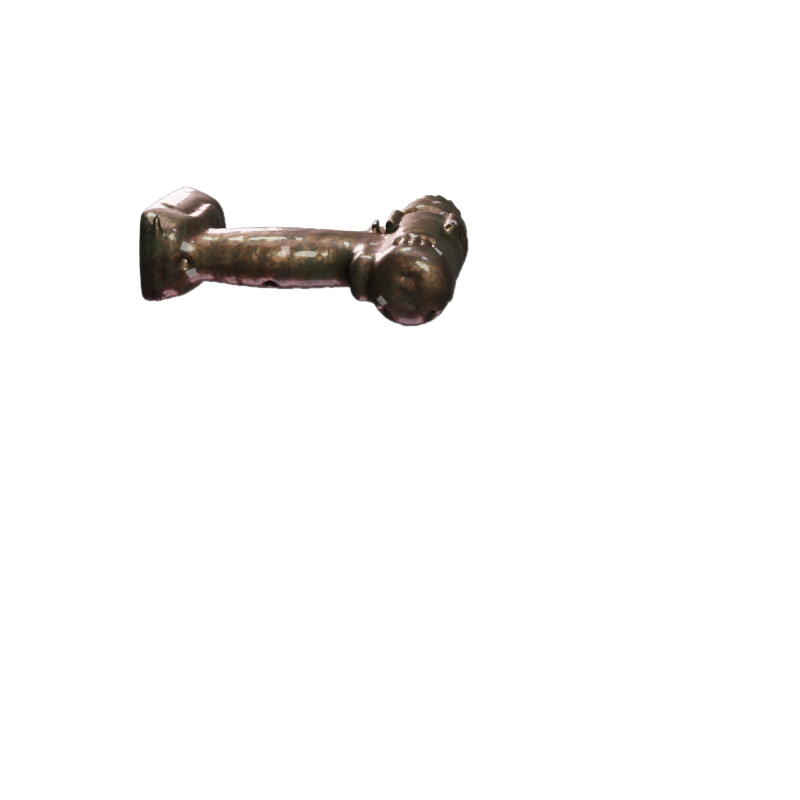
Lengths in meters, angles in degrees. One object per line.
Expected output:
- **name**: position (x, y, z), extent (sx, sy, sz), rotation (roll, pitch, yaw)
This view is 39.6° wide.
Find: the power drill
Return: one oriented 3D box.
- **power drill**: position (-0.053, -0.097, 0.677), extent (0.190, 0.055, 0.189), rotation (3, 19, 7)
